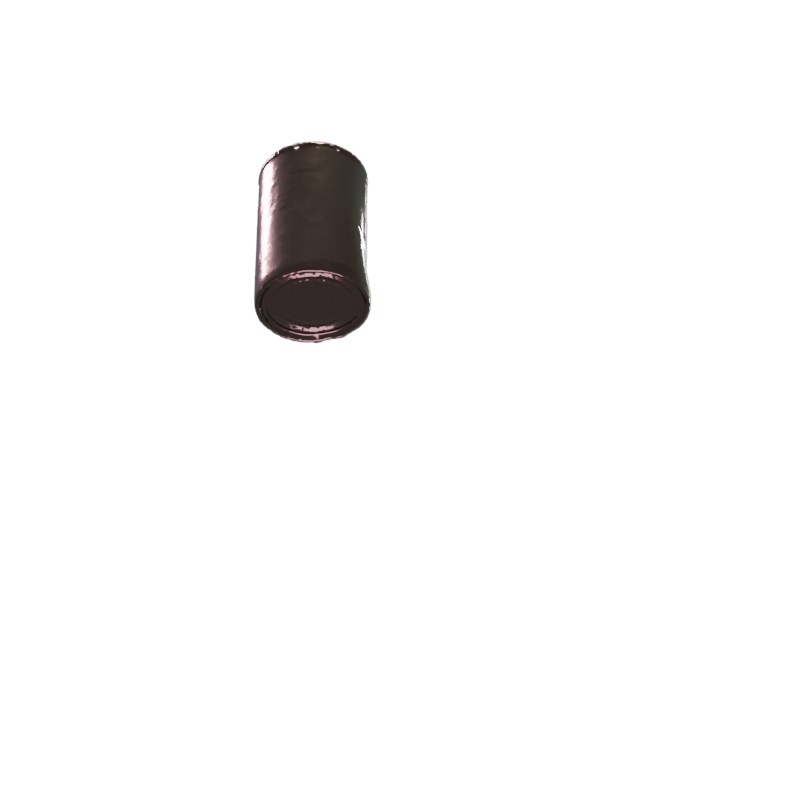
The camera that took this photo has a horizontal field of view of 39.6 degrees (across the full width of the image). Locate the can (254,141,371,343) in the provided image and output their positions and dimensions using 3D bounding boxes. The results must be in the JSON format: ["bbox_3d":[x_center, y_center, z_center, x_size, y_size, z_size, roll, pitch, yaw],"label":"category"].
[{"bbox_3d":[-0.051,-0.093,0.652,0.068,0.110,0.064,-1,-39,-3],"label":"can"}]
